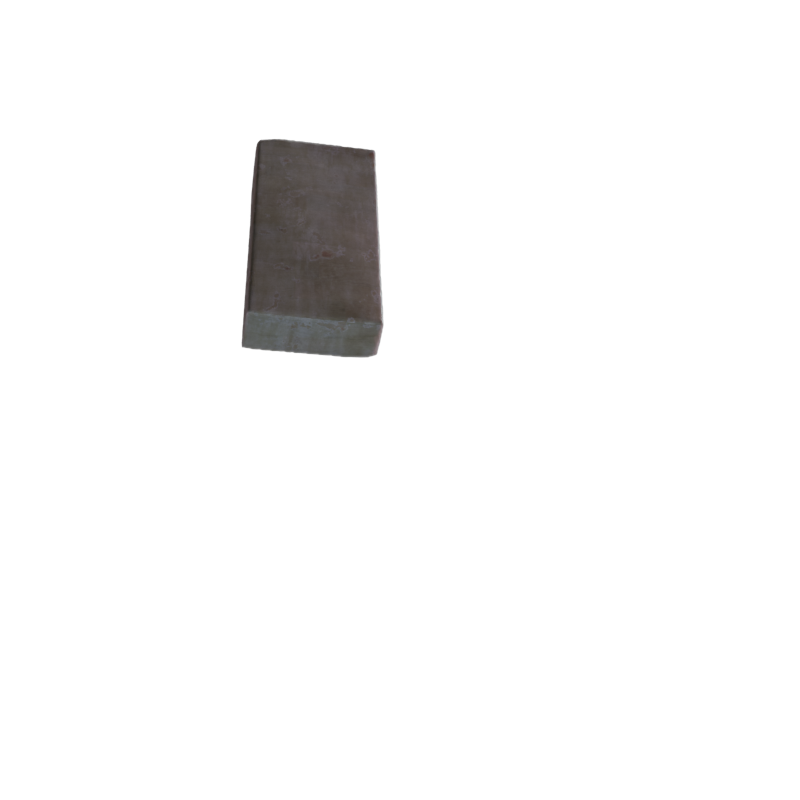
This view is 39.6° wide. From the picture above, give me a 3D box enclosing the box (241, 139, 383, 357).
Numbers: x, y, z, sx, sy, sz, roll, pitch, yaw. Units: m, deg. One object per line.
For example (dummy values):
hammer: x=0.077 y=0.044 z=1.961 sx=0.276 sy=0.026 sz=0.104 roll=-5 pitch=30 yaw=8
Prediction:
box: x=-0.062 y=-0.113 z=0.792 sx=0.092 sy=0.189 sz=0.045 roll=4 pitch=-39 yaw=-8
